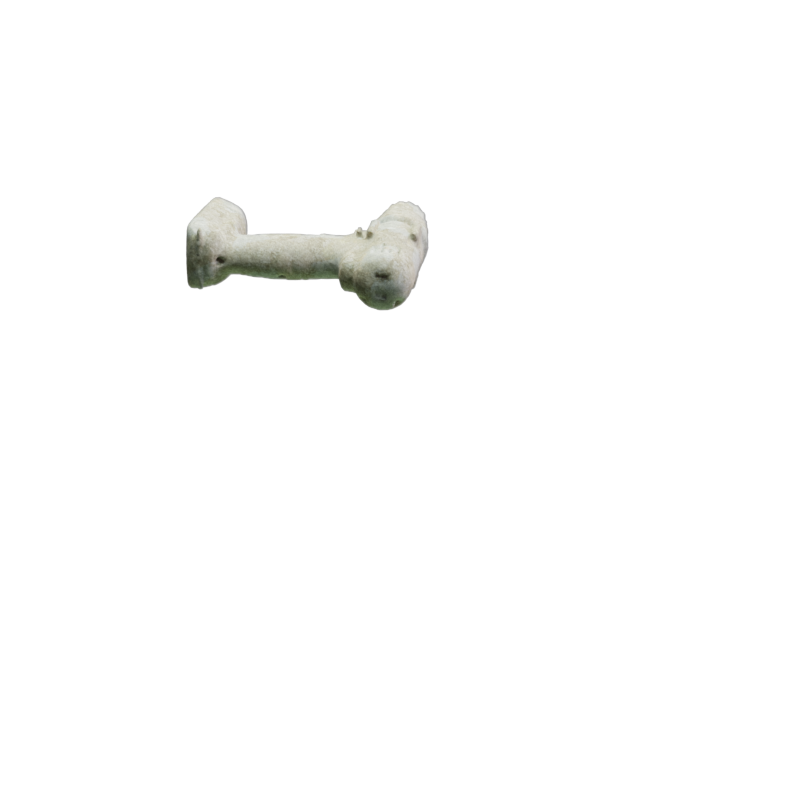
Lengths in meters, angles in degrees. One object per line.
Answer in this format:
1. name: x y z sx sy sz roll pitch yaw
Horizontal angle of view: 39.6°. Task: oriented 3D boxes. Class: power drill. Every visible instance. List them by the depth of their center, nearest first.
1. power drill: -0.071 -0.130 0.911 0.190 0.055 0.191 3 23 7
